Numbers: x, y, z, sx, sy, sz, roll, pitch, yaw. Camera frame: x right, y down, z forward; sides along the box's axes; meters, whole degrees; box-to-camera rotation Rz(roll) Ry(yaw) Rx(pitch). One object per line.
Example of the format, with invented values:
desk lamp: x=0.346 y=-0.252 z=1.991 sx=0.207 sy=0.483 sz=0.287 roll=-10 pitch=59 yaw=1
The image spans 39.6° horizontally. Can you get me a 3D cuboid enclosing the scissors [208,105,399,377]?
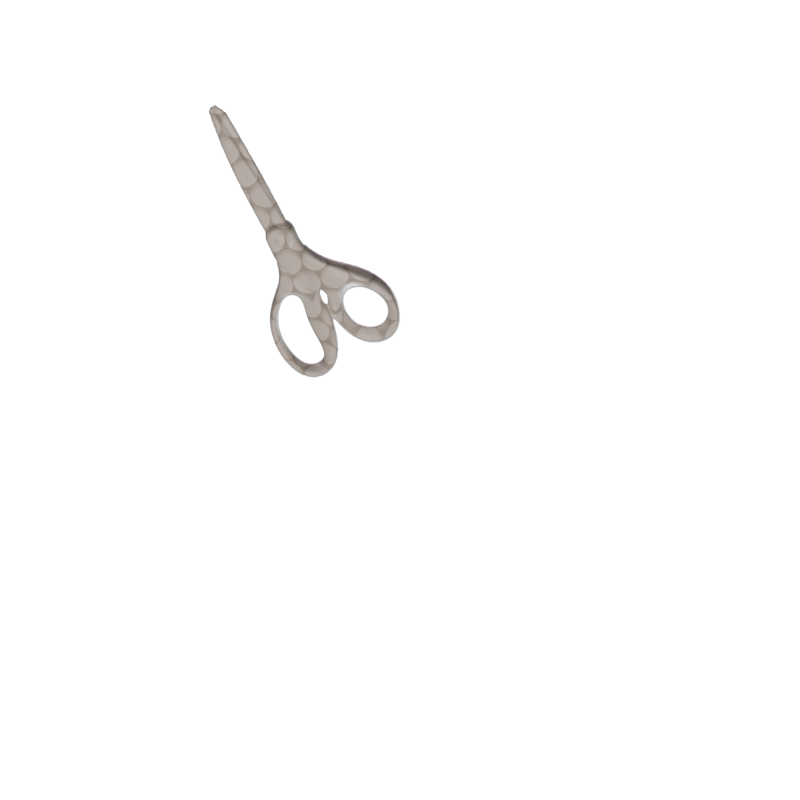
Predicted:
scissors: x=-0.056 y=-0.102 z=0.712 sx=0.096 sy=0.189 sz=0.017 roll=-7 pitch=30 yaw=4
